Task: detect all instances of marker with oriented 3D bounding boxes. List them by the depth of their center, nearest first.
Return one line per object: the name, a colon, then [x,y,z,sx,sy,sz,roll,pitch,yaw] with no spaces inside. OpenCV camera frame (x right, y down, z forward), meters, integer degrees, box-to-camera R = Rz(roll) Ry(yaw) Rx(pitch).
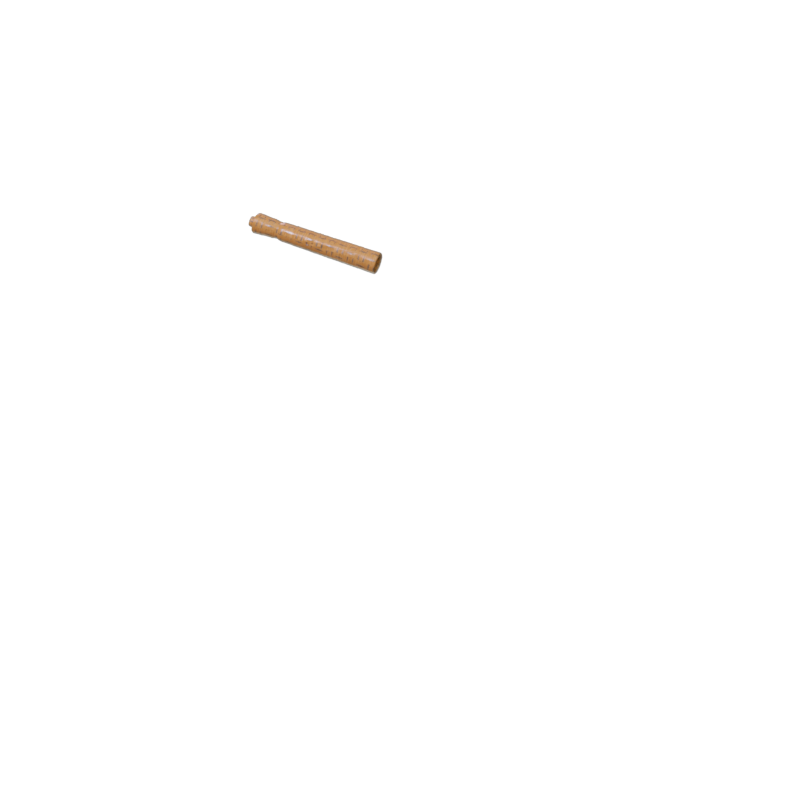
marker: [-0.074,-0.135,0.947,0.125,0.019,0.019,21,10,17]
